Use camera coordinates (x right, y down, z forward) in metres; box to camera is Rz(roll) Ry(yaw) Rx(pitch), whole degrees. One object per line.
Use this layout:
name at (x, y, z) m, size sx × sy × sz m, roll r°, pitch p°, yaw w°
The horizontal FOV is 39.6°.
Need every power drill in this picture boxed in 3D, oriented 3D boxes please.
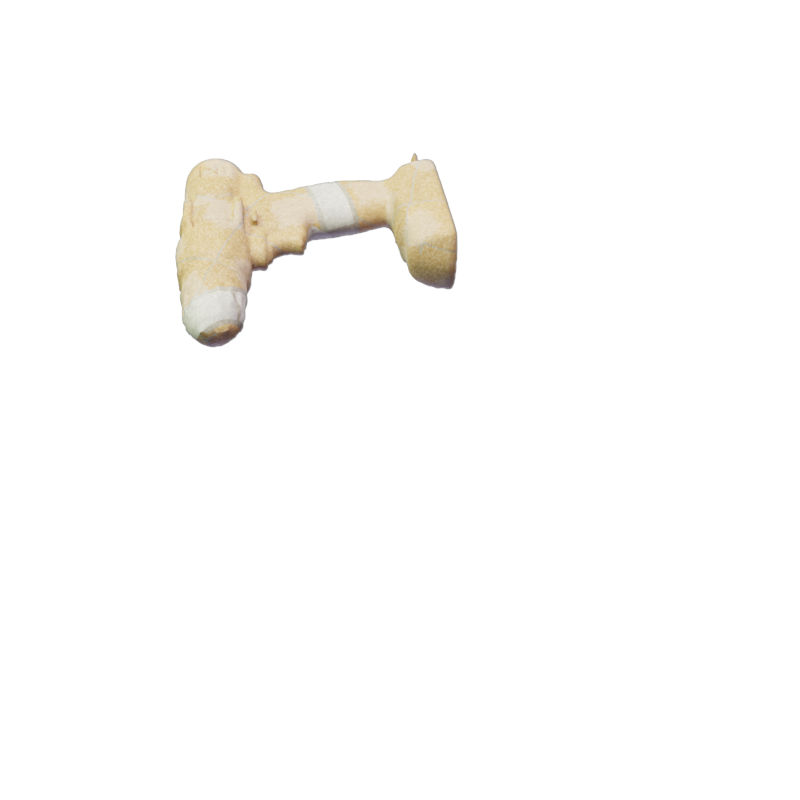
power drill at (-0.059, -0.108, 0.758) m, size 0.187 × 0.053 × 0.199 m, roll -4°, pitch 42°, yaw -4°
